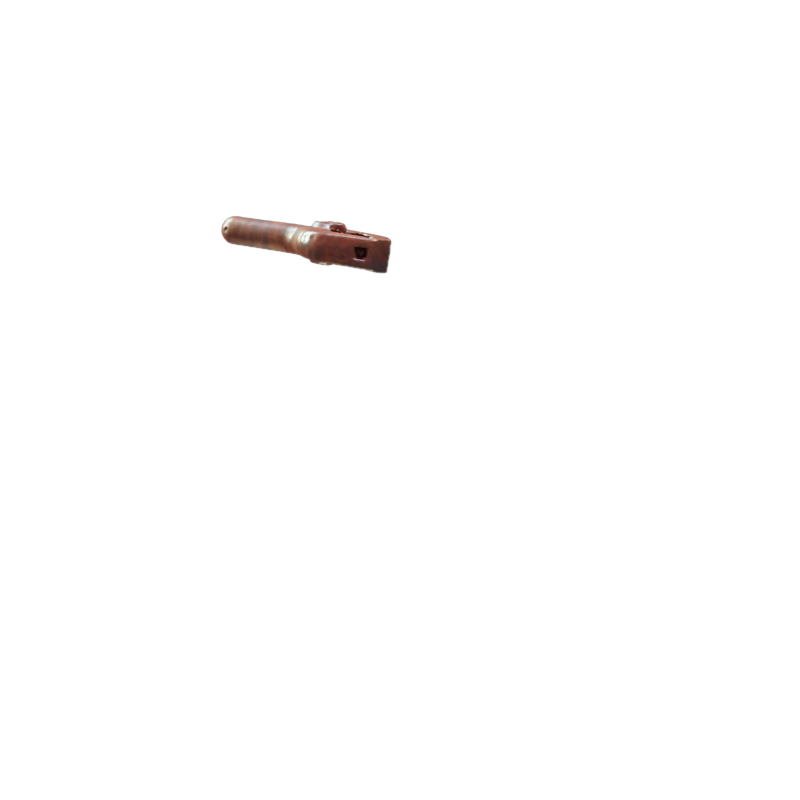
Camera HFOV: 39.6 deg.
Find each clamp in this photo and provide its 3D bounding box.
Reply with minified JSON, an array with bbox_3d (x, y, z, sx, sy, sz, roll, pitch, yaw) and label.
[{"bbox_3d":[-0.072,-0.132,0.926,0.117,0.038,0.179,-6,13,-26],"label":"clamp"}]
